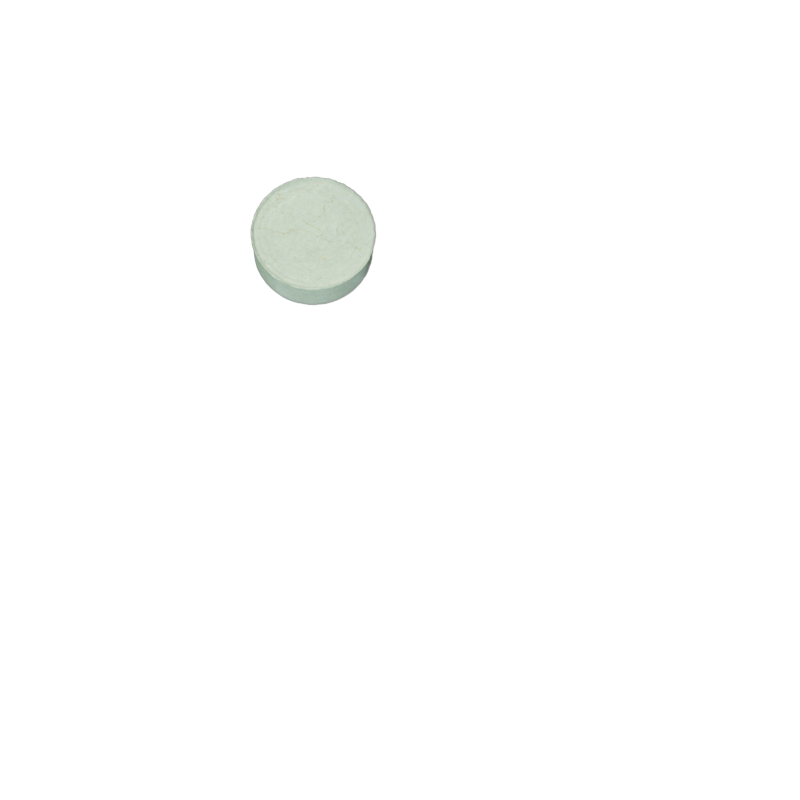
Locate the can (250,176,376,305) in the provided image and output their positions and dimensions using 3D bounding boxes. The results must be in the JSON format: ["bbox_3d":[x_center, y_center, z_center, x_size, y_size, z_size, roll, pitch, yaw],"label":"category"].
[{"bbox_3d":[-0.060,-0.110,0.772,0.086,0.091,0.032,-1,-23,-1],"label":"can"}]
